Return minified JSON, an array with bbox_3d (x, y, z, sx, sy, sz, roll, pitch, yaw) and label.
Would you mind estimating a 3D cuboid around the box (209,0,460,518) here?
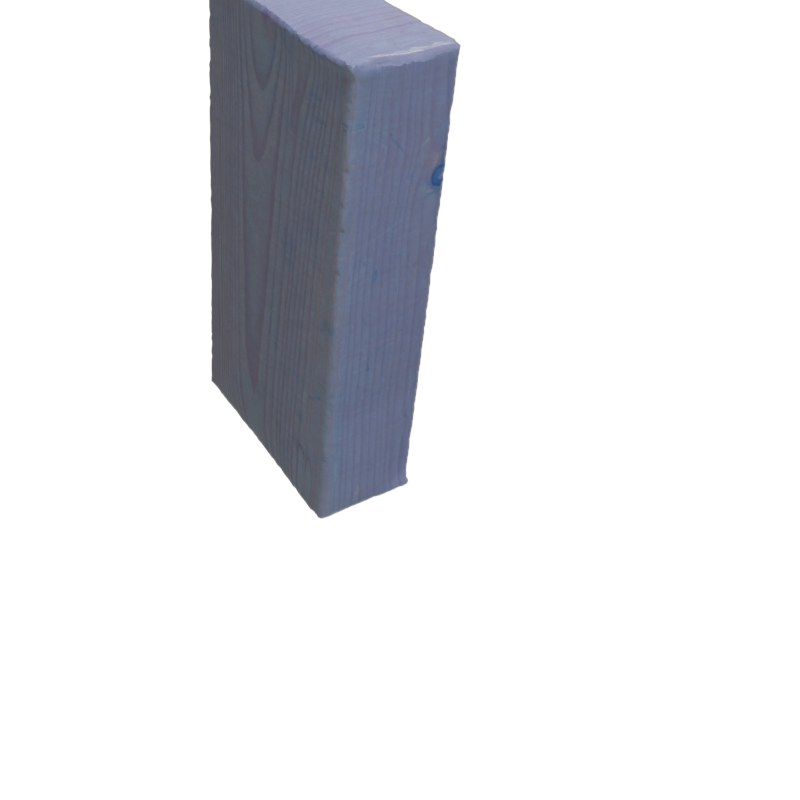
[{"bbox_3d":[-0.031,-0.056,0.389,0.047,0.165,0.101,-18,41,-27],"label":"box"}]
